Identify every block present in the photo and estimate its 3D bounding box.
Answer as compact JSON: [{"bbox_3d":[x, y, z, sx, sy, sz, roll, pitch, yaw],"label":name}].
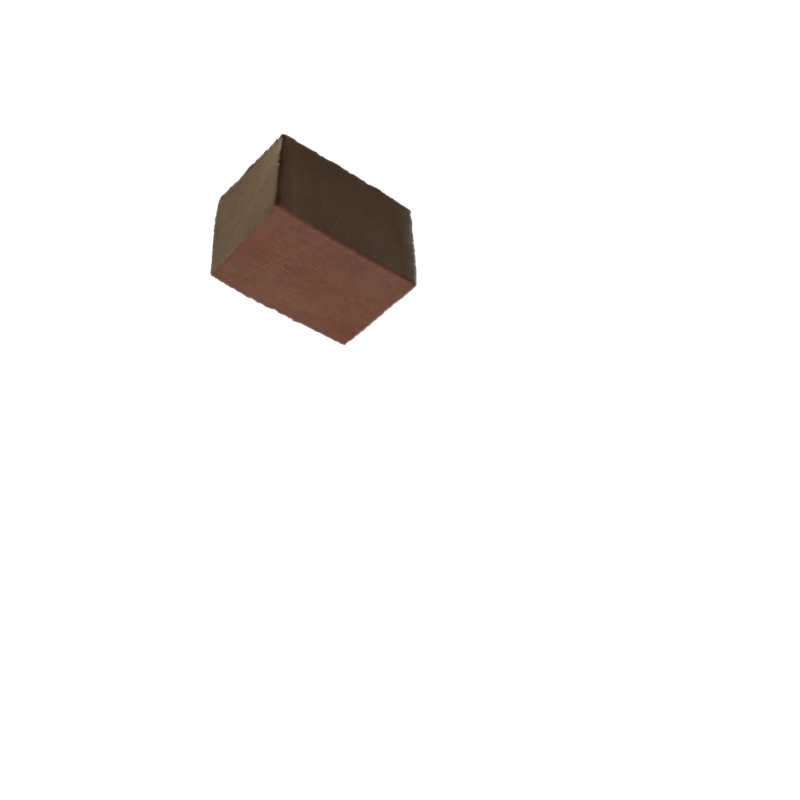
[{"bbox_3d":[-0.039,-0.071,0.498,0.074,0.055,0.052,28,-51,-28],"label":"block"}]
